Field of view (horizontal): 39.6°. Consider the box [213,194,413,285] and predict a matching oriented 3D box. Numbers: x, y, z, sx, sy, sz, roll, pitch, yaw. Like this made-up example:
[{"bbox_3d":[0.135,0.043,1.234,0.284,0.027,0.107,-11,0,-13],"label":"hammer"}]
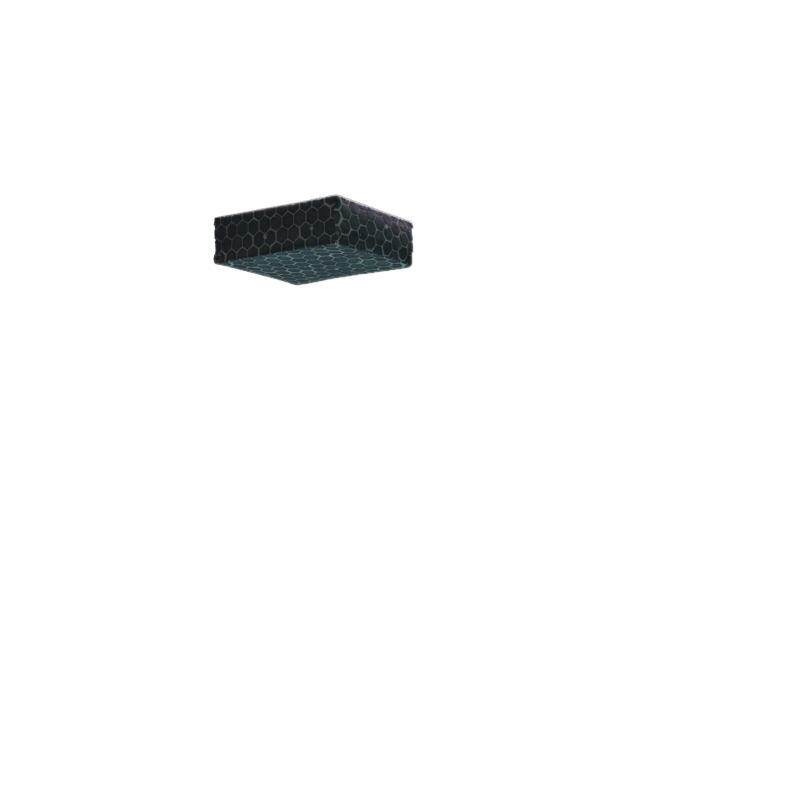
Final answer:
[{"bbox_3d":[-0.061,-0.111,0.778,0.116,0.040,0.085,-6,-10,35],"label":"box"}]
